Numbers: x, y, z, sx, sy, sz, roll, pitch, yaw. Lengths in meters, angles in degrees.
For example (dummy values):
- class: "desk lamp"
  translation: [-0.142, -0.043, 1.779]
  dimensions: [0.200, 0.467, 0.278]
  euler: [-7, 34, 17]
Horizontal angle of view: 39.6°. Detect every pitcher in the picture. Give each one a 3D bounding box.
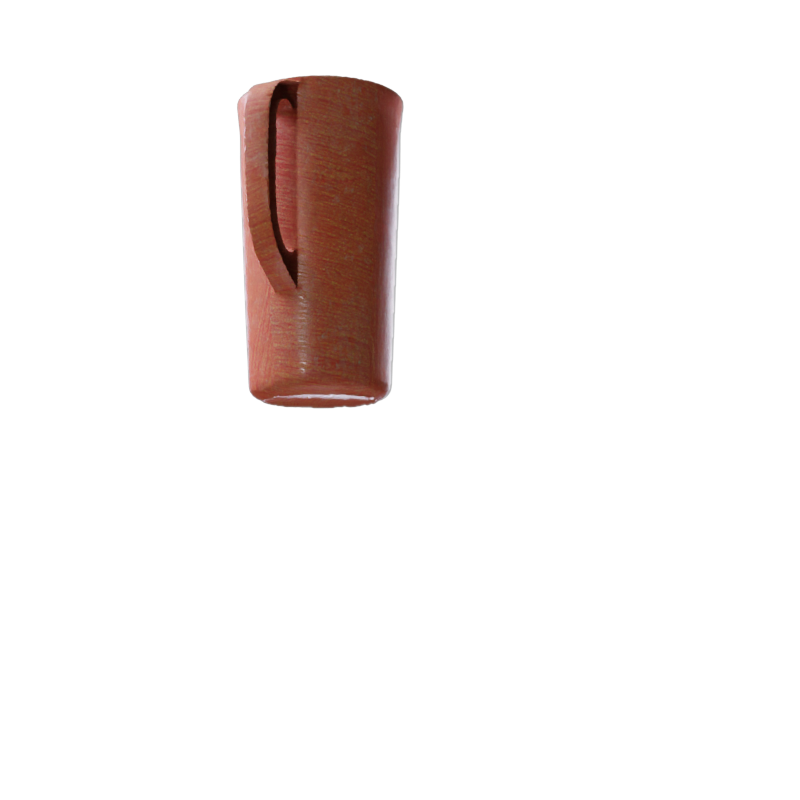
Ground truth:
- class: "pitcher"
  translation: [-0.067, -0.122, 0.852]
  dimensions: [0.145, 0.251, 0.145]
  euler: [4, -14, -22]
